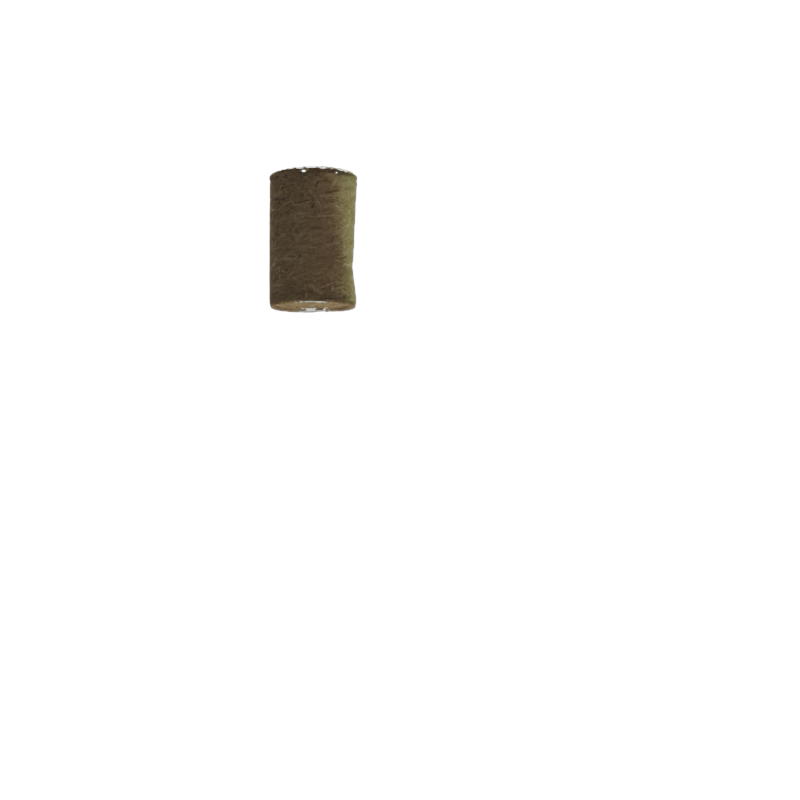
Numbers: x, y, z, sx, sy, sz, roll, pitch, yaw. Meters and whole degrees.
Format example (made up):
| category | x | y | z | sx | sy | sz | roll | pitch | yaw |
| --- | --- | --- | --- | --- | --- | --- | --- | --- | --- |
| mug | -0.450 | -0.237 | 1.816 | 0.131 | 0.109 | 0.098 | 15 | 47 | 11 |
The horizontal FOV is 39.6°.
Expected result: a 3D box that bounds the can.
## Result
| category | x | y | z | sx | sy | sz | roll | pitch | yaw |
| --- | --- | --- | --- | --- | --- | --- | --- | --- | --- |
| can | -0.066 | -0.121 | 0.848 | 0.068 | 0.105 | 0.067 | 0 | -8 | -2 |
